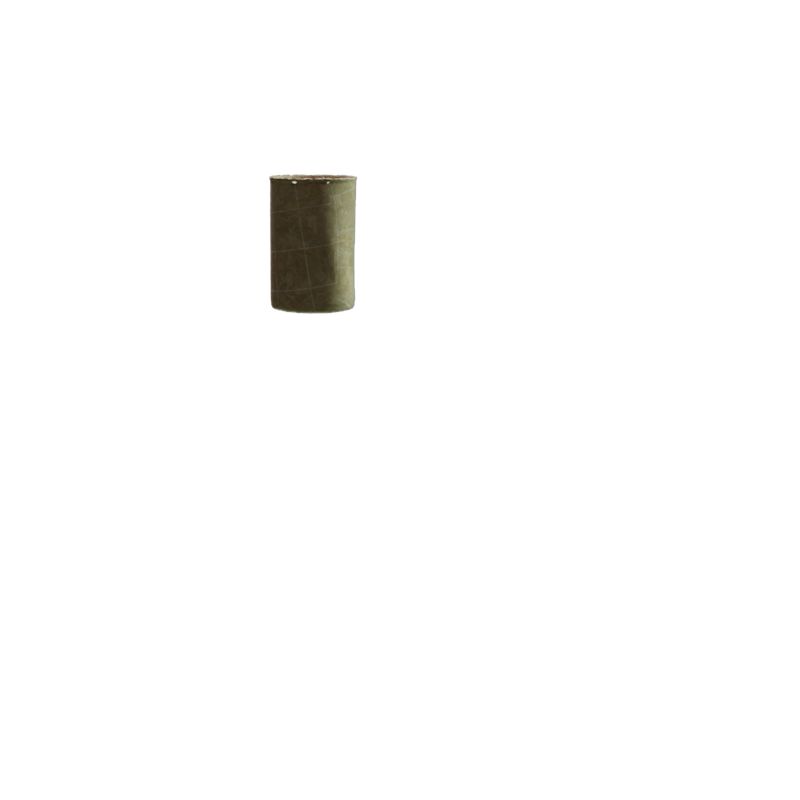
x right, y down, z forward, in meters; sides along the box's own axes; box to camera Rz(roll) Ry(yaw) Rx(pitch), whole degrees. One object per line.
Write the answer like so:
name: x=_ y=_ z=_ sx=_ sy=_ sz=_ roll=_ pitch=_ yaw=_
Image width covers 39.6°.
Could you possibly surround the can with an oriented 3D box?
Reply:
can: x=-0.067 y=-0.123 z=0.858 sx=0.068 sy=0.100 sz=0.070 roll=0 pitch=9 yaw=-2
